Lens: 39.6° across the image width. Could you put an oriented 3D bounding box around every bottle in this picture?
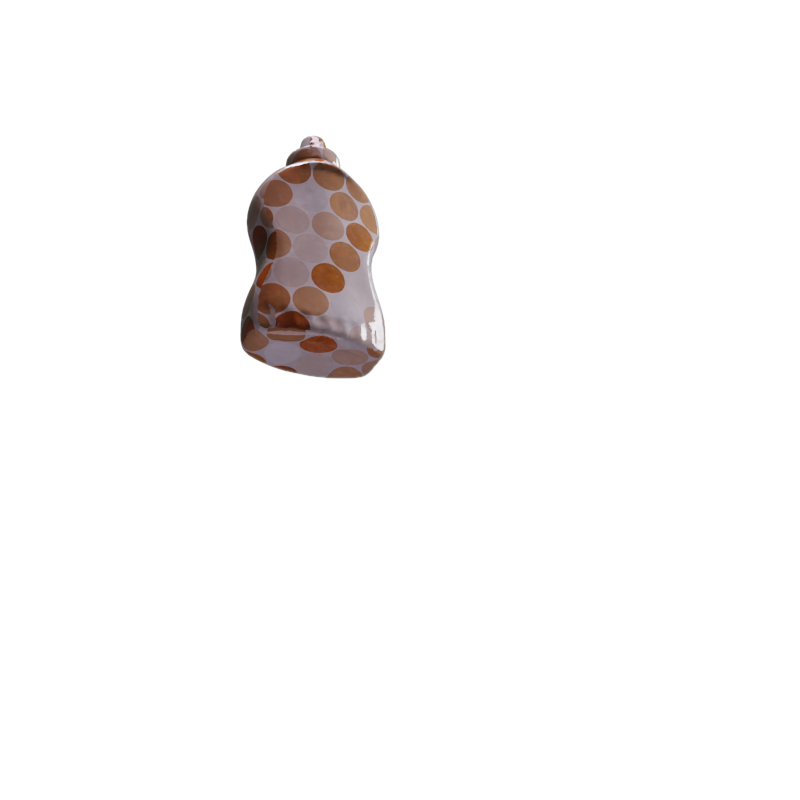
[{"bbox_3d":[-0.062,-0.112,0.789,0.093,0.205,0.056,10,-36,-18],"label":"bottle"}]
